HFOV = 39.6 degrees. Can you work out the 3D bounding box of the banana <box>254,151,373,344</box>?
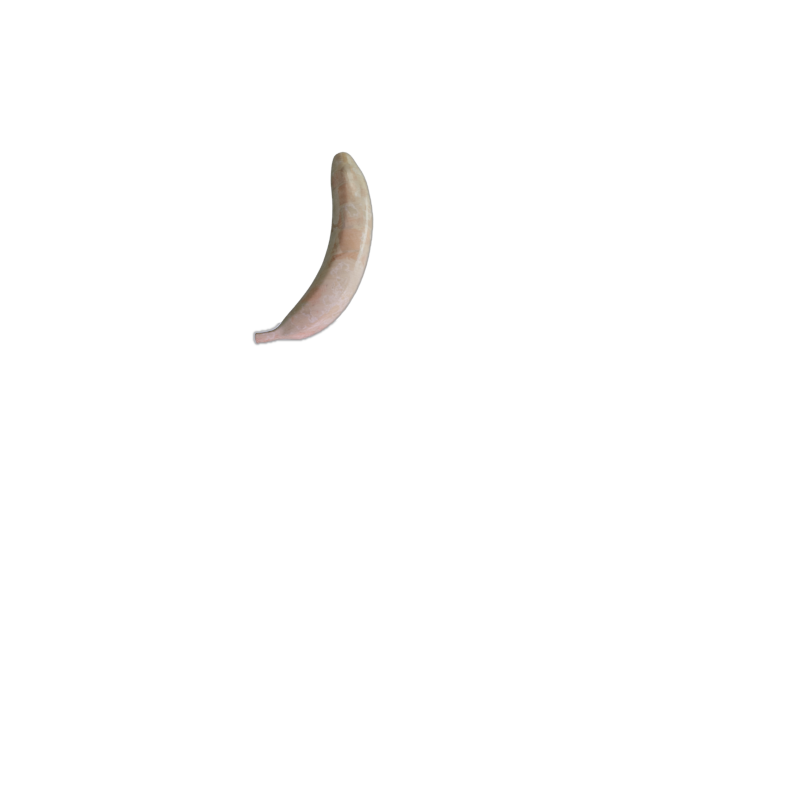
[{"bbox_3d":[-0.061,-0.130,0.981,0.071,0.204,0.035,20,-20,6],"label":"banana"}]
